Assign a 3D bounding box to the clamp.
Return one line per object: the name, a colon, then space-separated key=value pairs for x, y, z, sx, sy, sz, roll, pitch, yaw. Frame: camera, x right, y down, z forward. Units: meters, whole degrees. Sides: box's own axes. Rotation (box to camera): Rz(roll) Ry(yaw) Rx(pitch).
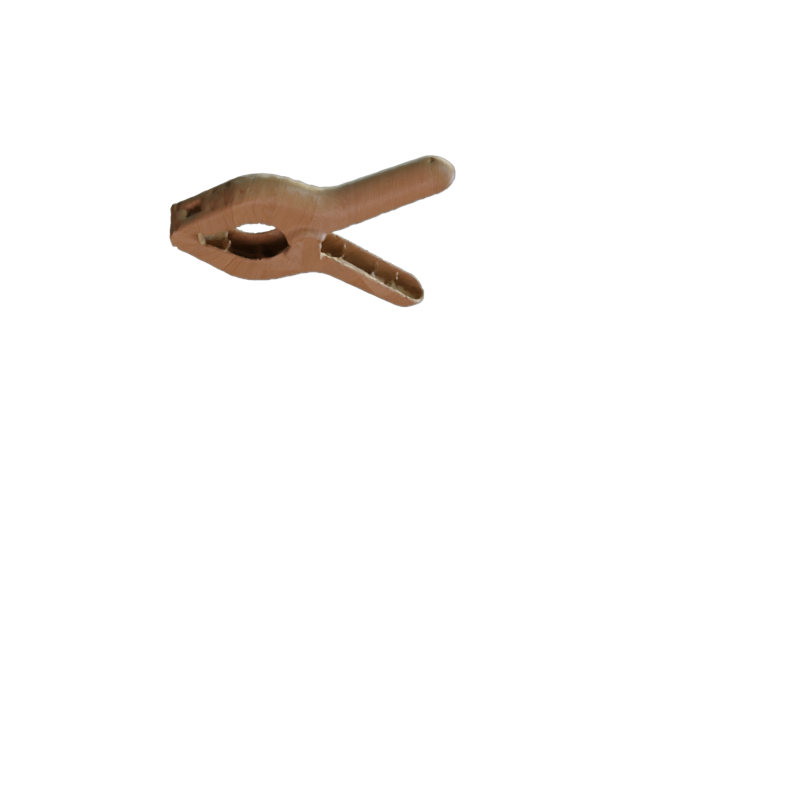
clamp: x=-0.054 y=-0.098 z=0.684 sx=0.172 sy=0.112 sz=0.042 roll=-2 pitch=43 yaw=1
